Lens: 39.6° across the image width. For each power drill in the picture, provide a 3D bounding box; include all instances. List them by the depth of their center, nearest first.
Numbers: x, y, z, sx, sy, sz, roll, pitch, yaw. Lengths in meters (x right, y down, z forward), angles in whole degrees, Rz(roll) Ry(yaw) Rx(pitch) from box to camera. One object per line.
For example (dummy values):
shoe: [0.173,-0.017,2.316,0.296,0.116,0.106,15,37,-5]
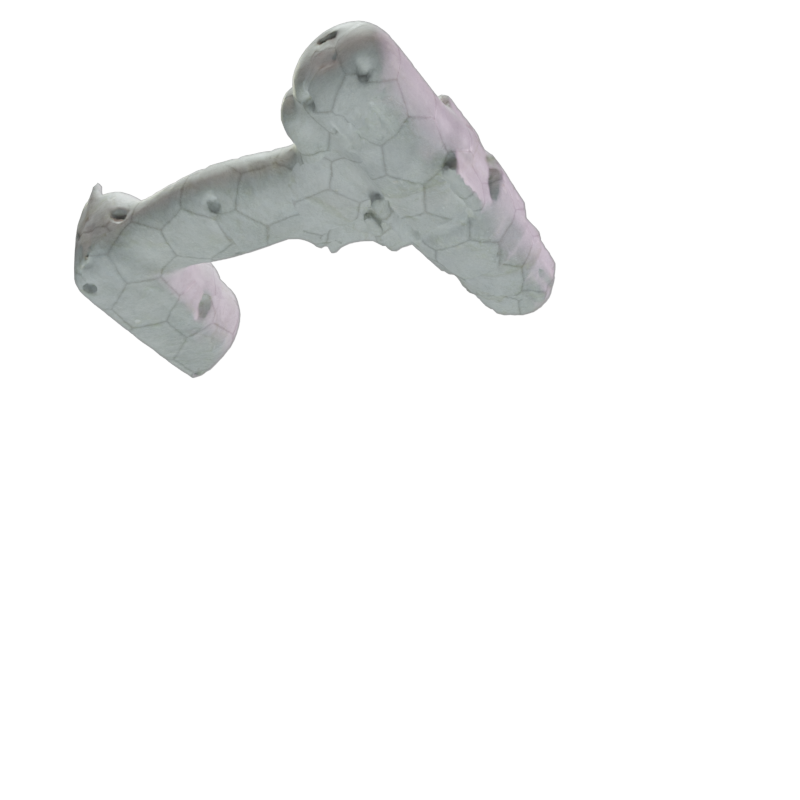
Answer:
power drill: [-0.040,-0.073,0.514,0.189,0.062,0.171,-21,-43,24]
